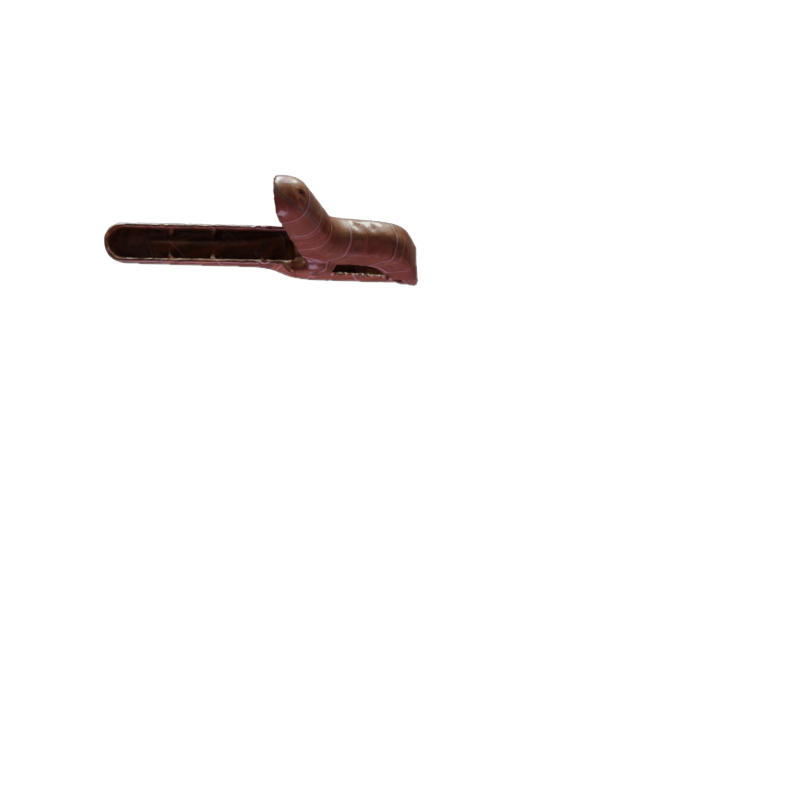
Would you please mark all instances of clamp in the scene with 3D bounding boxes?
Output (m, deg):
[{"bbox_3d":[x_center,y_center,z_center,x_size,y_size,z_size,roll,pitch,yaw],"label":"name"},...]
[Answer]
[{"bbox_3d":[-0.054,-0.098,0.687,0.200,0.037,0.169,4,-6,-40],"label":"clamp"}]
